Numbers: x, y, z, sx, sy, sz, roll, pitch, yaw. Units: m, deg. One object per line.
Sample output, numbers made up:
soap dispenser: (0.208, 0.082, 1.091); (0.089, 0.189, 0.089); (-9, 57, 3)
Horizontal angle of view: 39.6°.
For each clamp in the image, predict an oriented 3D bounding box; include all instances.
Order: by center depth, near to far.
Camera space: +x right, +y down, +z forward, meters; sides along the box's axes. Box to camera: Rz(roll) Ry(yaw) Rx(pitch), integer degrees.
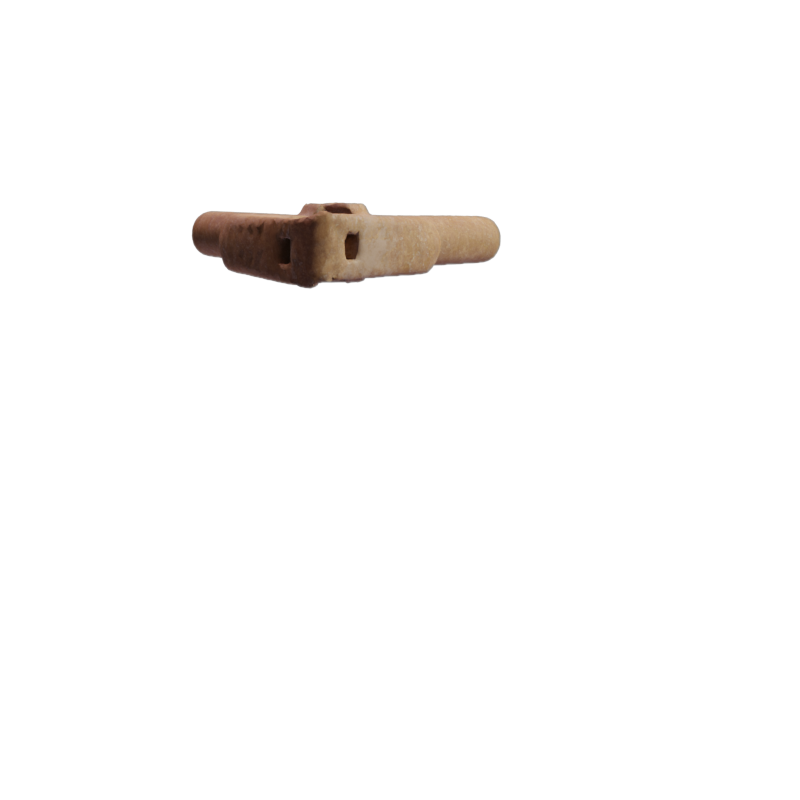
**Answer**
clamp: (-0.040, -0.073, 0.514); (0.167, 0.036, 0.210); (2, 10, 9)
